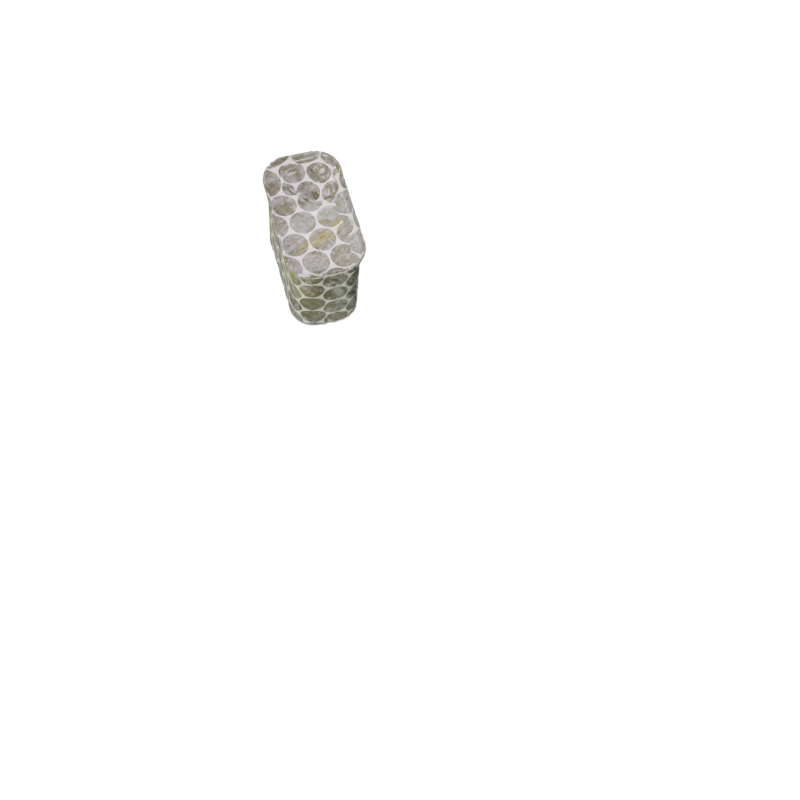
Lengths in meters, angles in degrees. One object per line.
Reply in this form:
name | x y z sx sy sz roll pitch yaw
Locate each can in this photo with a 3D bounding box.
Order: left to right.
can | -0.063 -0.116 0.809 0.057 0.109 0.079 -13 -26 -9
